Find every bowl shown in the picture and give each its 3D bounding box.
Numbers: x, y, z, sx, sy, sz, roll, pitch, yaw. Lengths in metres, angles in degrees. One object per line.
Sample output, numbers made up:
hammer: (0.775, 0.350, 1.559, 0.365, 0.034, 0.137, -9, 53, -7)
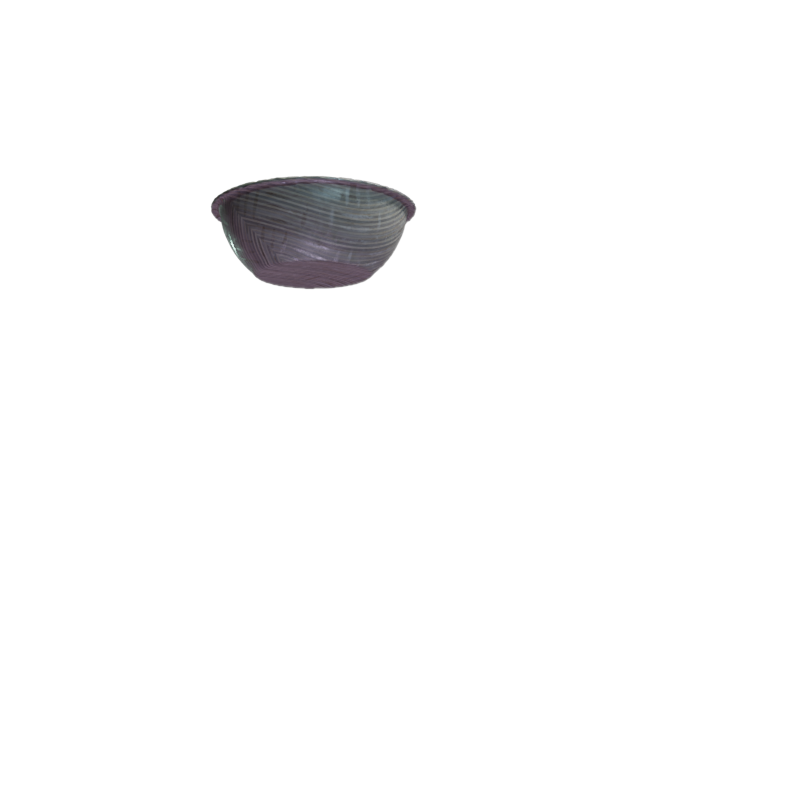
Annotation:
bowl: (-0.068, -0.123, 0.865, 0.162, 0.057, 0.158, 0, -9, -2)
